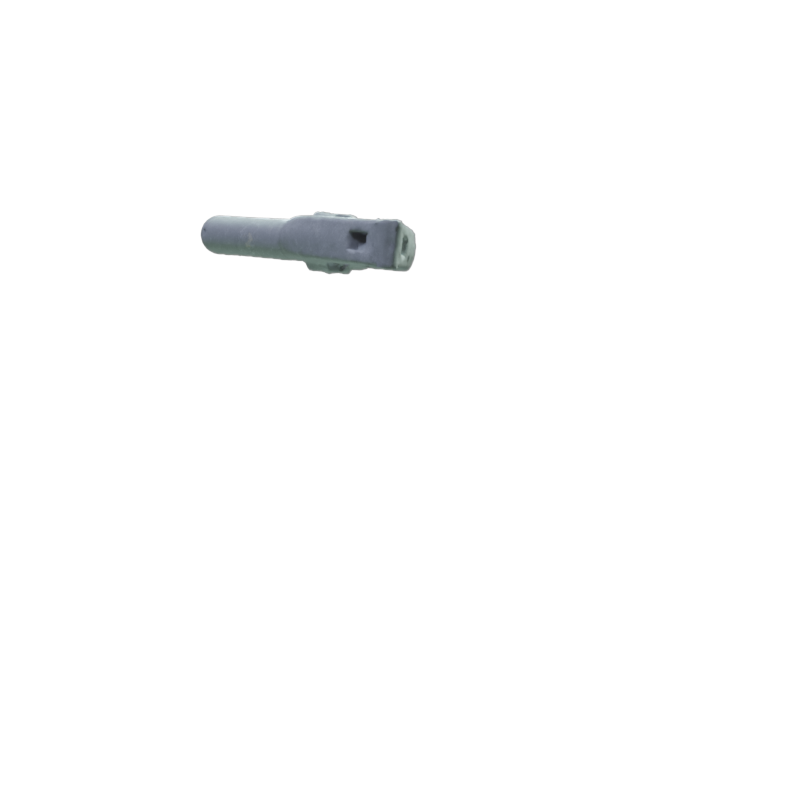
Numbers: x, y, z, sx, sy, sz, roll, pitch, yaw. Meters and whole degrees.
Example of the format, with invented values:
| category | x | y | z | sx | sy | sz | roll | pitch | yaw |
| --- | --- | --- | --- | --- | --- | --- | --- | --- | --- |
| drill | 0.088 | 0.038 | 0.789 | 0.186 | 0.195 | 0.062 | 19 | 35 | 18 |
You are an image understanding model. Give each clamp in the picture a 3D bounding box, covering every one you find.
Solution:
| category | x | y | z | sx | sy | sz | roll | pitch | yaw |
| --- | --- | --- | --- | --- | --- | --- | --- | --- | --- |
| clamp | -0.052 | -0.095 | 0.664 | 0.118 | 0.039 | 0.175 | -1 | 4 | -16 |
